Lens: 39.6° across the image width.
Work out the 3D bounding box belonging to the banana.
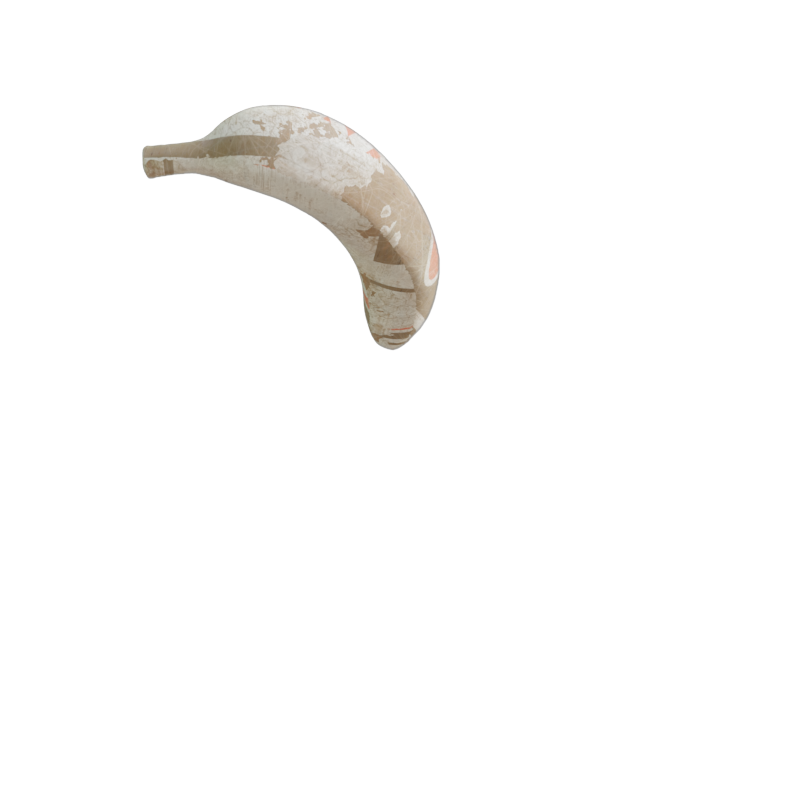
[{"bbox_3d":[-0.023,-0.074,0.473,0.070,0.039,0.183,-14,-29,26],"label":"banana"}]
